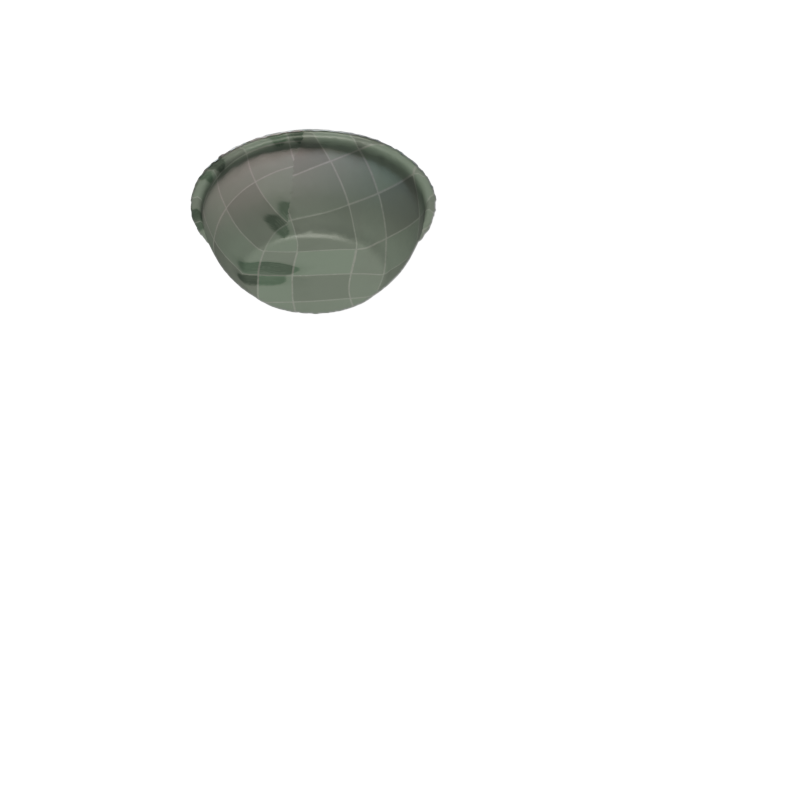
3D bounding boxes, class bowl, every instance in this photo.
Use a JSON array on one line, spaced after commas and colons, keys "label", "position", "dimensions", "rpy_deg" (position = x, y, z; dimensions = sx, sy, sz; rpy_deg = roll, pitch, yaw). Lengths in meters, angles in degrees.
[{"label": "bowl", "position": [-0.056, -0.102, 0.716], "dimensions": [0.162, 0.059, 0.152], "rpy_deg": [1, -30, -2]}]
